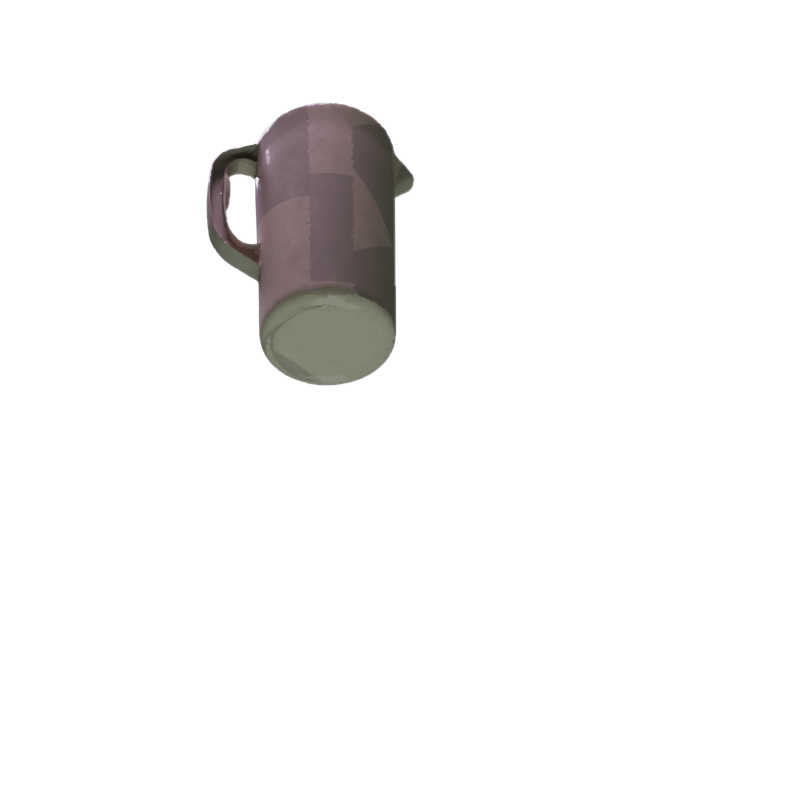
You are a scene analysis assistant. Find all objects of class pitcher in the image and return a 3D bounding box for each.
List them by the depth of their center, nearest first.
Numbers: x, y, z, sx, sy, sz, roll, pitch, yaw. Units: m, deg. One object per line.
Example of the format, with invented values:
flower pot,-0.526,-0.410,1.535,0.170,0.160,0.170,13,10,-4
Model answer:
pitcher,-0.075,-0.136,0.952,0.149,0.261,0.134,-26,-49,22
